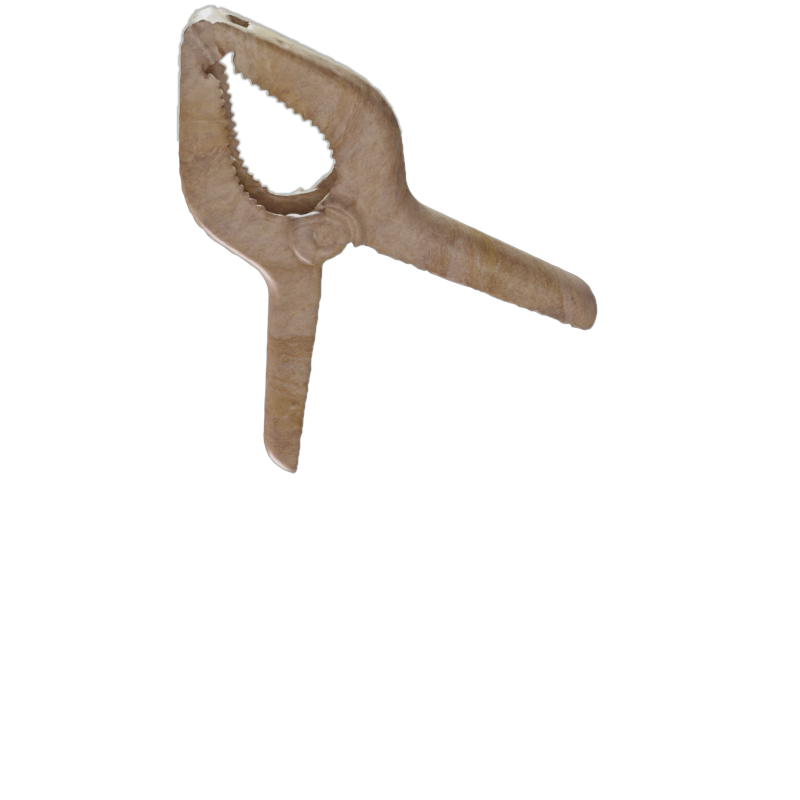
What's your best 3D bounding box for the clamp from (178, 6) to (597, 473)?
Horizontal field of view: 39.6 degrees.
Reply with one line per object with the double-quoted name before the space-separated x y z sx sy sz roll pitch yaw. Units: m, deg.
"clamp" -0.037 -0.068 0.475 0.164 0.200 0.038 -34 20 14
